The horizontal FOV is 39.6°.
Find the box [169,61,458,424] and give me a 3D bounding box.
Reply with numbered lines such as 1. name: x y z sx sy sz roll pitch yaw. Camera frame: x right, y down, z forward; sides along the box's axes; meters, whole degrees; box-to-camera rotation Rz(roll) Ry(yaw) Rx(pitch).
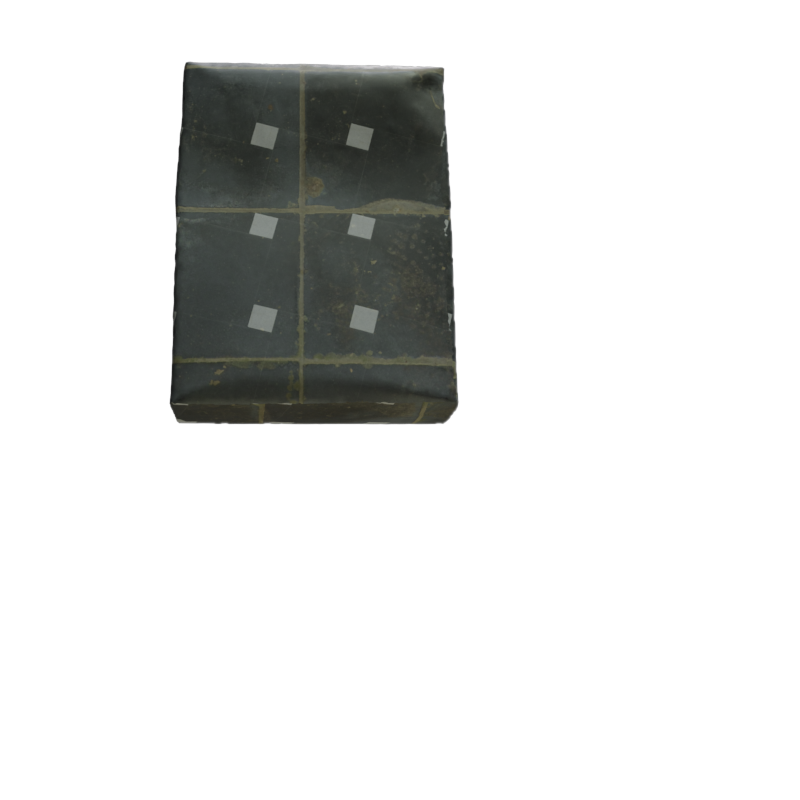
1. box: -0.052 -0.096 0.669 0.163 0.223 0.069 0 -17 -3
